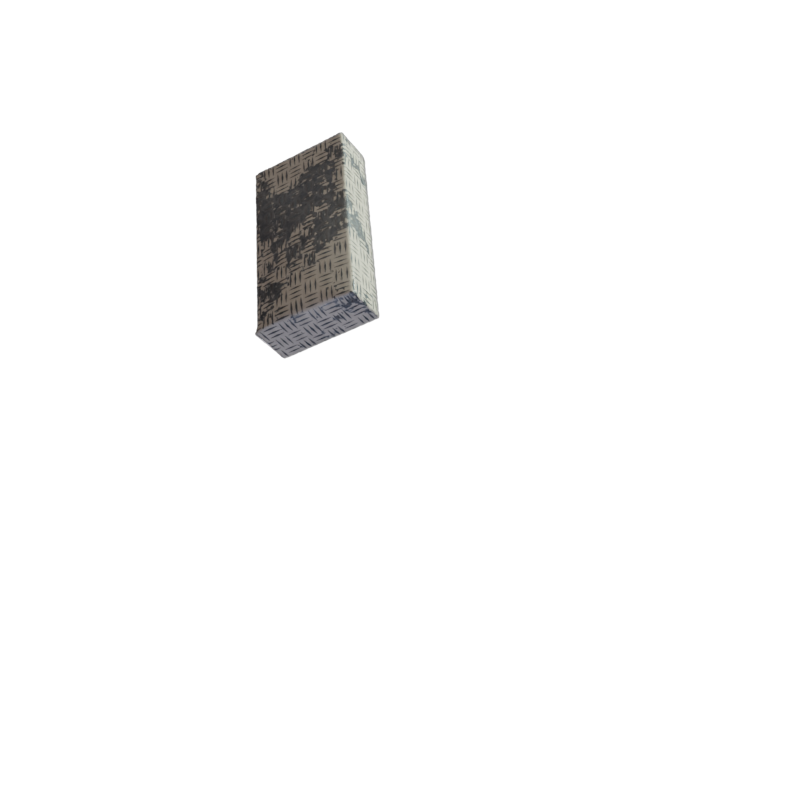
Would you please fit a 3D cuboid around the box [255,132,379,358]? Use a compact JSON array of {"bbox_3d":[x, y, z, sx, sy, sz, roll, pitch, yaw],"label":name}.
[{"bbox_3d":[-0.070,-0.129,0.902,0.094,0.189,0.044,-23,-43,22],"label":"box"}]
